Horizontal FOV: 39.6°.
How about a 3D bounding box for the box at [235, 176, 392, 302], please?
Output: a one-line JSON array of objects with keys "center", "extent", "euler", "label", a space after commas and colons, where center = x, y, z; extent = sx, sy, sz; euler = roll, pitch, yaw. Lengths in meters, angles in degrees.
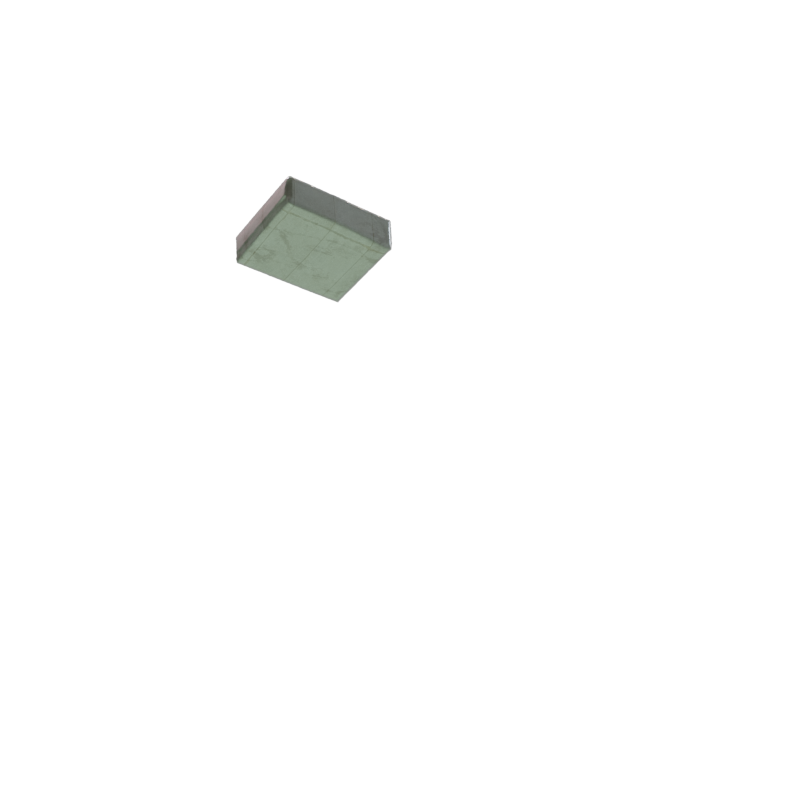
[{"center": [-0.077, -0.141, 0.988], "extent": [0.108, 0.042, 0.088], "euler": [23, -45, -26], "label": "box"}]
